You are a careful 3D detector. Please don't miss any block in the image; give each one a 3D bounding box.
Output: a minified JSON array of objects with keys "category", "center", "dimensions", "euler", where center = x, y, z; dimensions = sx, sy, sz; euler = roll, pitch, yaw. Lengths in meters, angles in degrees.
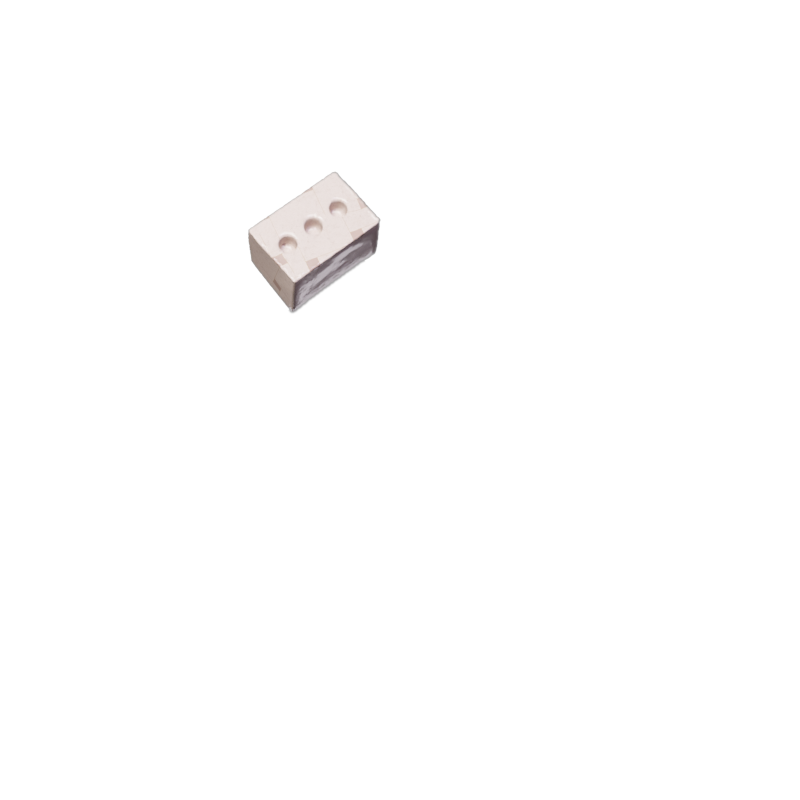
[{"category":"block","center":[-0.061,-0.111,0.775],"dimensions":[0.078,0.055,0.049],"euler":[-38,-16,-15]}]
